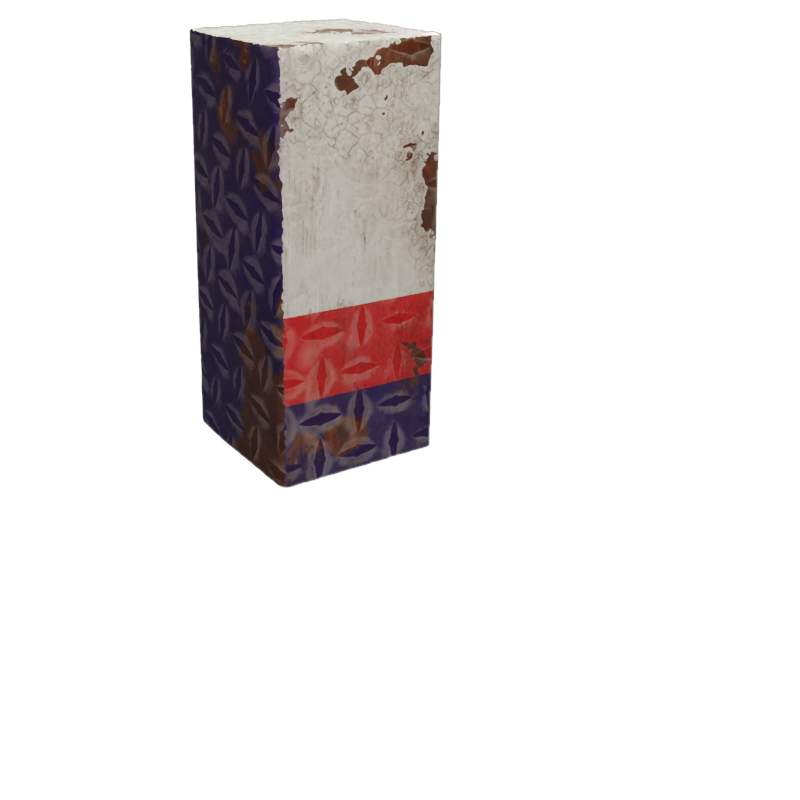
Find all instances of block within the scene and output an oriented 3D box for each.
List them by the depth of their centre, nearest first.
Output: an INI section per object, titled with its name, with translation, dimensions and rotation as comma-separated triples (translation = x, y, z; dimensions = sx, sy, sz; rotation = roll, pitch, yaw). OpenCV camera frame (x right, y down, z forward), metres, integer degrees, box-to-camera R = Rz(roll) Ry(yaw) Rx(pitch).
[block]
translation = -0.042, -0.078, 0.544
dimensions = 0.089, 0.198, 0.096
rotation = -11, 22, -32
